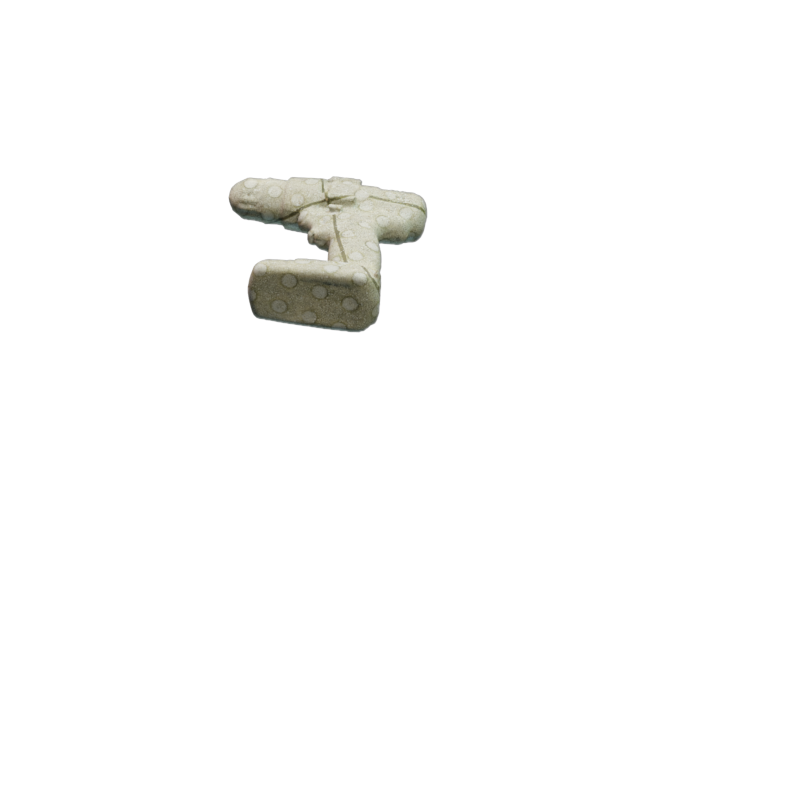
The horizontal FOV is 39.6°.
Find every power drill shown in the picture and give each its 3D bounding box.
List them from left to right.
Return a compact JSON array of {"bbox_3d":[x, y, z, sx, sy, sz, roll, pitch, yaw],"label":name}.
[{"bbox_3d":[-0.075,-0.137,0.963,0.187,0.054,0.198,5,36,7],"label":"power drill"}]
